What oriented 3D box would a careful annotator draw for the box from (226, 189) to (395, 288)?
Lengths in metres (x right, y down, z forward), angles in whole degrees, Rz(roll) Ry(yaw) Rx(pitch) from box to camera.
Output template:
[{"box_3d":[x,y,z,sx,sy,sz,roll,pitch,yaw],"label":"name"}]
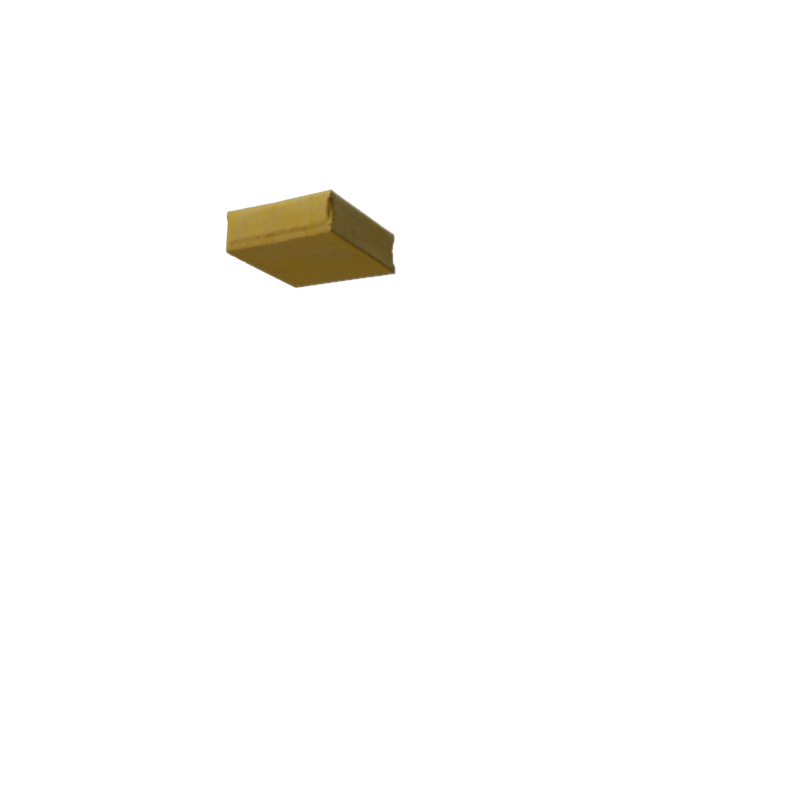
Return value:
[{"box_3d":[-0.054,-0.098,0.685,0.075,0.031,0.084,-7,-14,27],"label":"box"}]
